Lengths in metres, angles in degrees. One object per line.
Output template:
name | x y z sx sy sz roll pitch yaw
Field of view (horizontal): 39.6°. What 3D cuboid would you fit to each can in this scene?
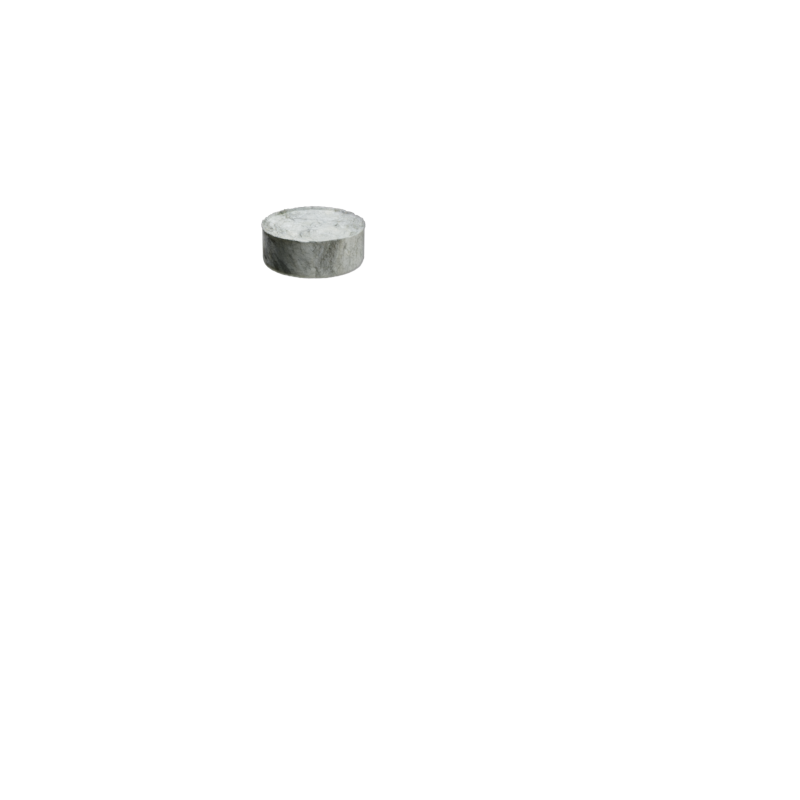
can | -0.072 -0.131 0.916 0.086 0.032 0.091 -1 27 -2
